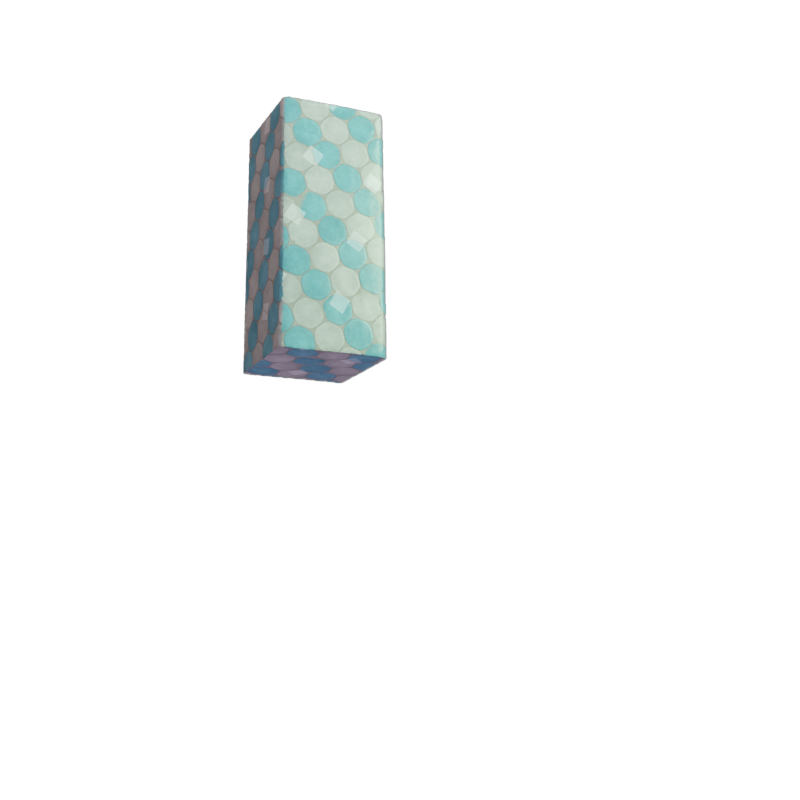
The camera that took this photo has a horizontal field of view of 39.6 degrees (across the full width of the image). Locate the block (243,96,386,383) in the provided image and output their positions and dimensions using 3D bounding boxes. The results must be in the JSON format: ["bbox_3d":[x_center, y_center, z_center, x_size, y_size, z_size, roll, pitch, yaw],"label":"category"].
[{"bbox_3d":[-0.069,-0.128,0.895,0.087,0.216,0.090,7,-21,-23],"label":"block"}]
